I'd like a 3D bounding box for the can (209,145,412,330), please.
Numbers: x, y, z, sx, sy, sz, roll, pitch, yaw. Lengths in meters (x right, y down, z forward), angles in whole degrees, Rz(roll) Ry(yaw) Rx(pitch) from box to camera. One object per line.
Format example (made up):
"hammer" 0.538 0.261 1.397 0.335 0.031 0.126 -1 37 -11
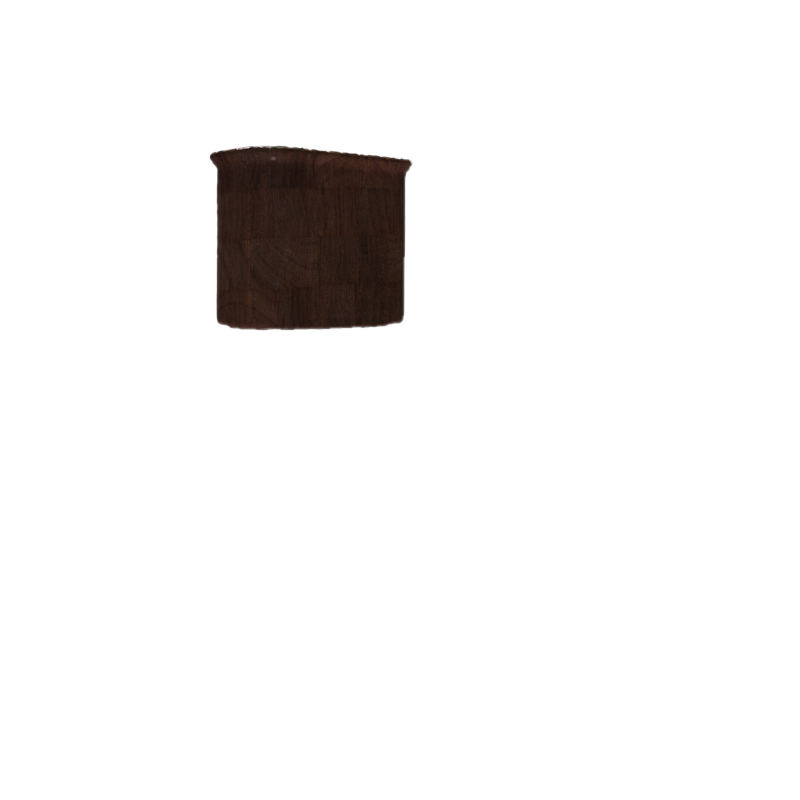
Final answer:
"can" -0.043 -0.078 0.545 0.098 0.084 0.060 -2 2 -42
